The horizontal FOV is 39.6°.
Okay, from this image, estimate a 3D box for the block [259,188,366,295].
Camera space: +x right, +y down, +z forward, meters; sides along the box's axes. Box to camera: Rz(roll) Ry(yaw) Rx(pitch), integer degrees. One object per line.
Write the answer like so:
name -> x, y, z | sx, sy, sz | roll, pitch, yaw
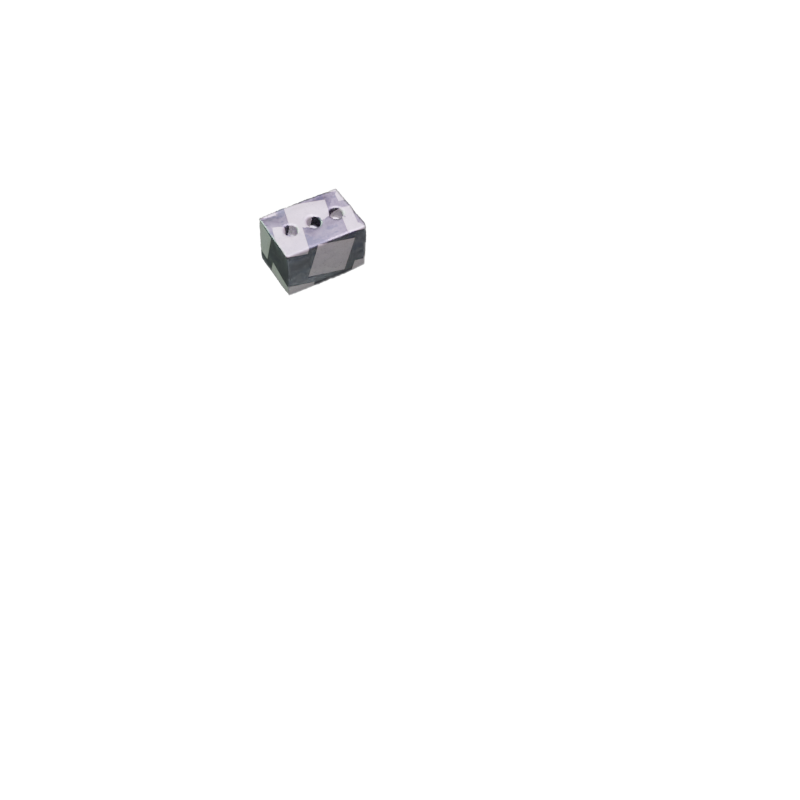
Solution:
block -> -0.074, -0.135, 0.948 | 0.077, 0.057, 0.048 | -25, -34, -20
